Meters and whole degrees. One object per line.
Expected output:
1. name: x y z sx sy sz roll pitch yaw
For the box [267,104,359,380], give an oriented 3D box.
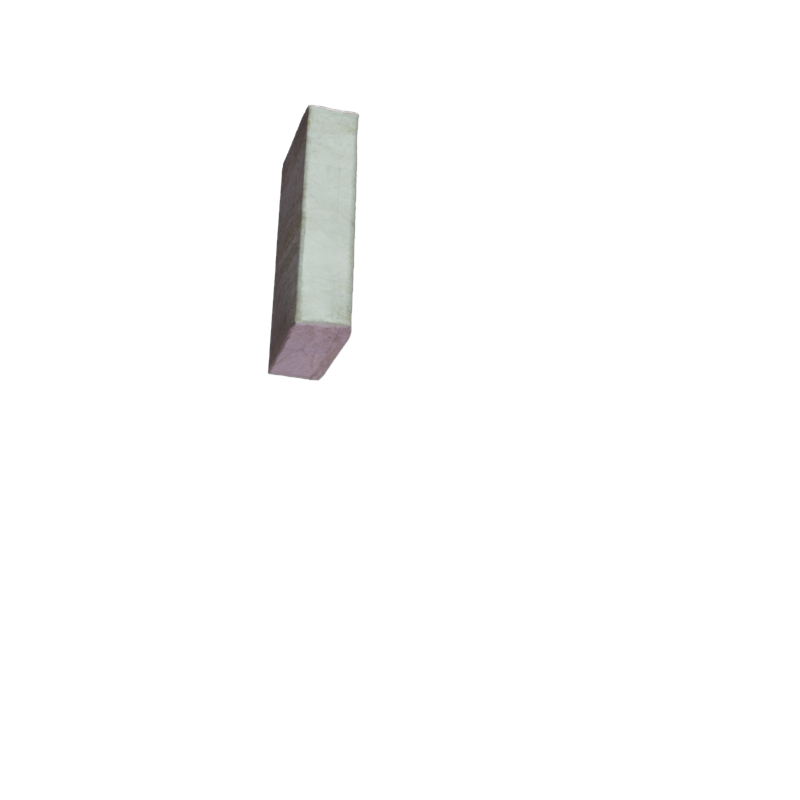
1. box: -0.063 -0.114 0.797 0.047 0.187 0.090 7 -28 -16
